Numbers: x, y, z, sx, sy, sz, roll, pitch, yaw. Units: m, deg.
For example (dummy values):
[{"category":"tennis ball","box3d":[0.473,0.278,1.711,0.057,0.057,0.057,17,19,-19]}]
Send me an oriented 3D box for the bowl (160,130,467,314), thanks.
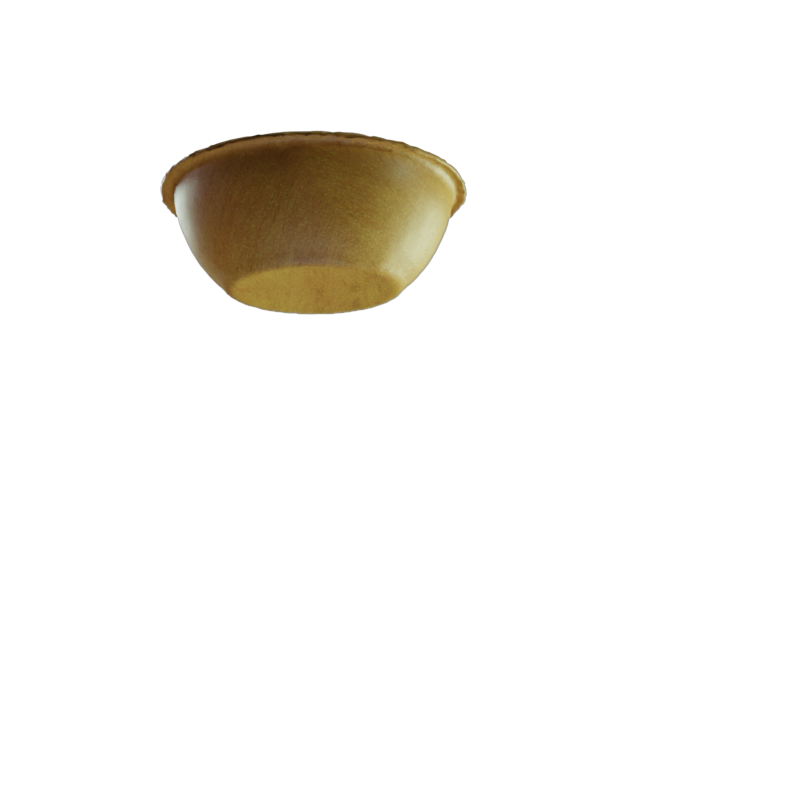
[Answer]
[{"category":"bowl","box3d":[-0.045,-0.083,0.581,0.162,0.057,0.156,0,-13,-2]}]
